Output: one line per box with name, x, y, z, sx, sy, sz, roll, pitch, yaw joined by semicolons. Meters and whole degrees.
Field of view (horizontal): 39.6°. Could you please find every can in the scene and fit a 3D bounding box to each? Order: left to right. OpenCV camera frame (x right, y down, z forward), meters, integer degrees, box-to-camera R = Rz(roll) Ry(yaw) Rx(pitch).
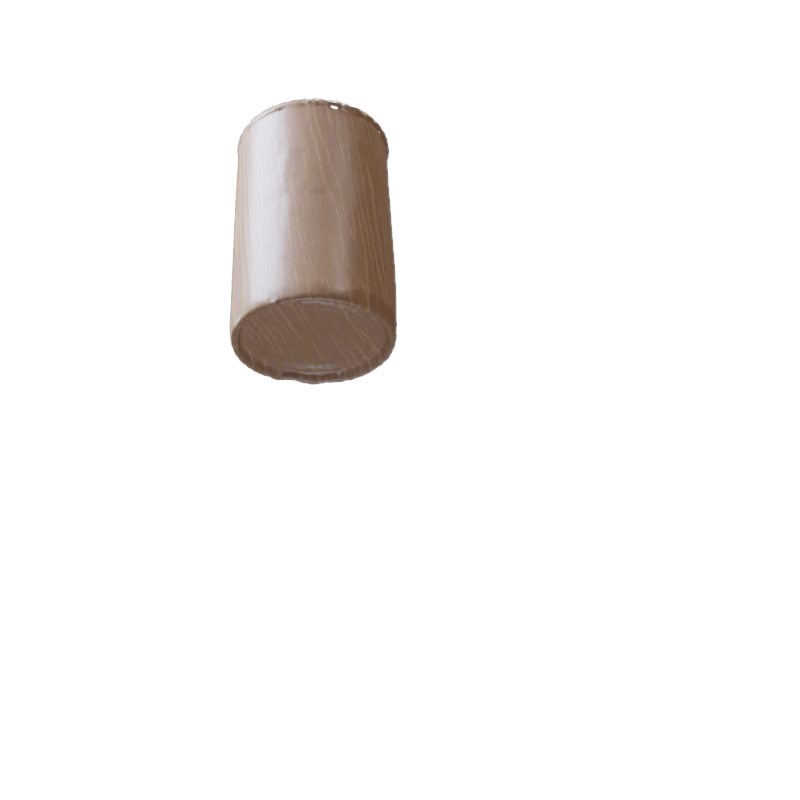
can;-0.036;-0.067;0.466;0.068;0.109;0.064;-1;-34;-2
